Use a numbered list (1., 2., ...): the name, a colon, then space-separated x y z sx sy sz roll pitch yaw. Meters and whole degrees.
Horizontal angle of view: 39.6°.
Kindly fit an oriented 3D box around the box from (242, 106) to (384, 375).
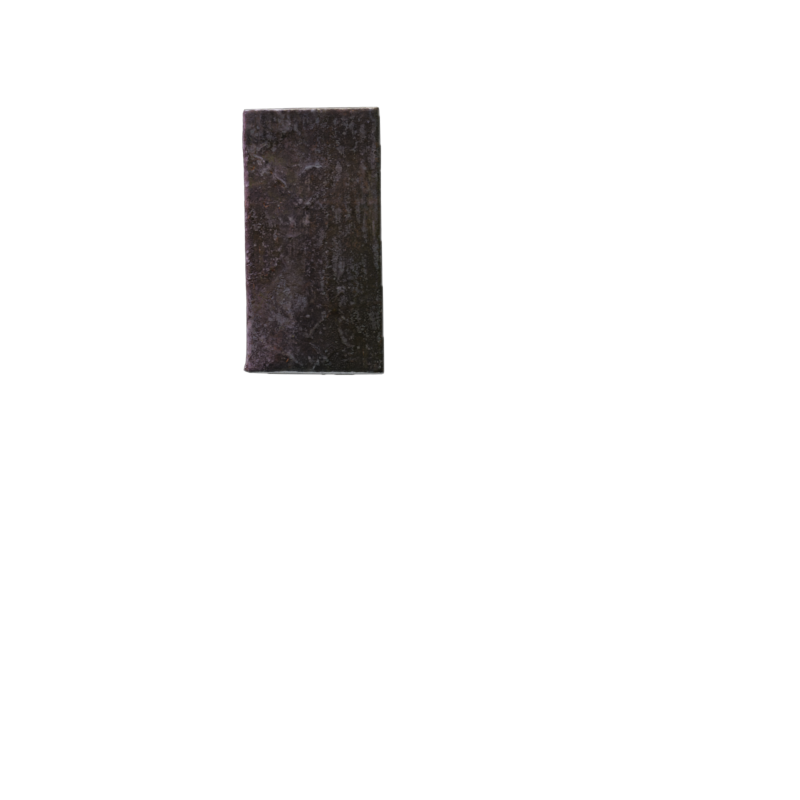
1. box: -0.058 -0.106 0.743 0.093 0.178 0.047 0 -4 0
